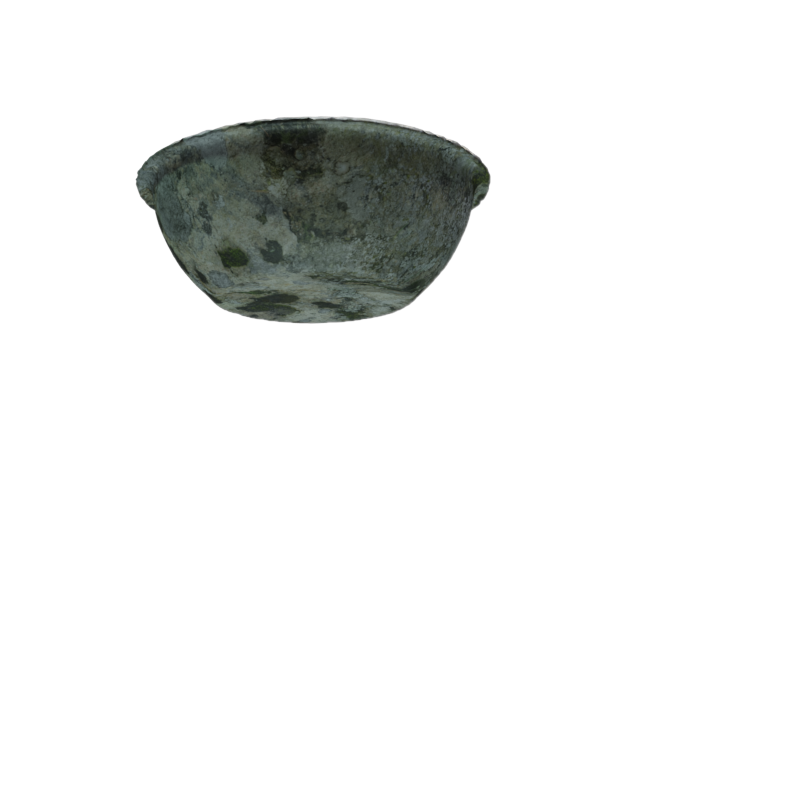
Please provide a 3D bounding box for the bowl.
[{"bbox_3d":[-0.039,-0.072,0.503,0.162,0.057,0.157,0,-11,-2],"label":"bowl"}]
